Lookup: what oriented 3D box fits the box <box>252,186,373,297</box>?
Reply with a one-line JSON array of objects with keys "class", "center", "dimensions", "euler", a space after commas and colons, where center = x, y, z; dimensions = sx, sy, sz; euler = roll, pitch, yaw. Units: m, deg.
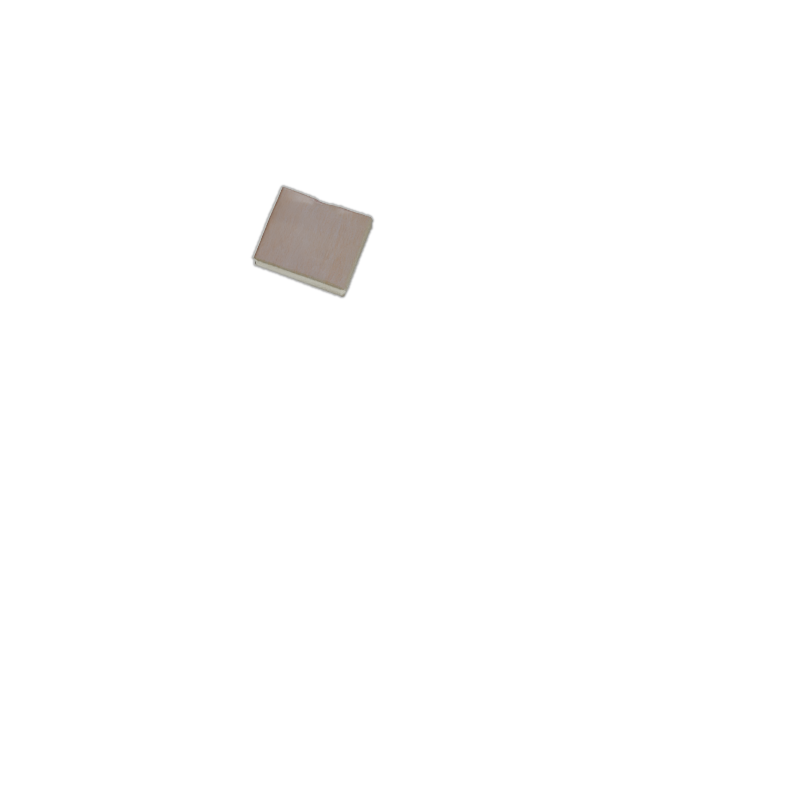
[{"class": "box", "center": [-0.077, -0.142, 0.992], "dimensions": [0.090, 0.075, 0.029], "euler": [20, -15, 5]}]
